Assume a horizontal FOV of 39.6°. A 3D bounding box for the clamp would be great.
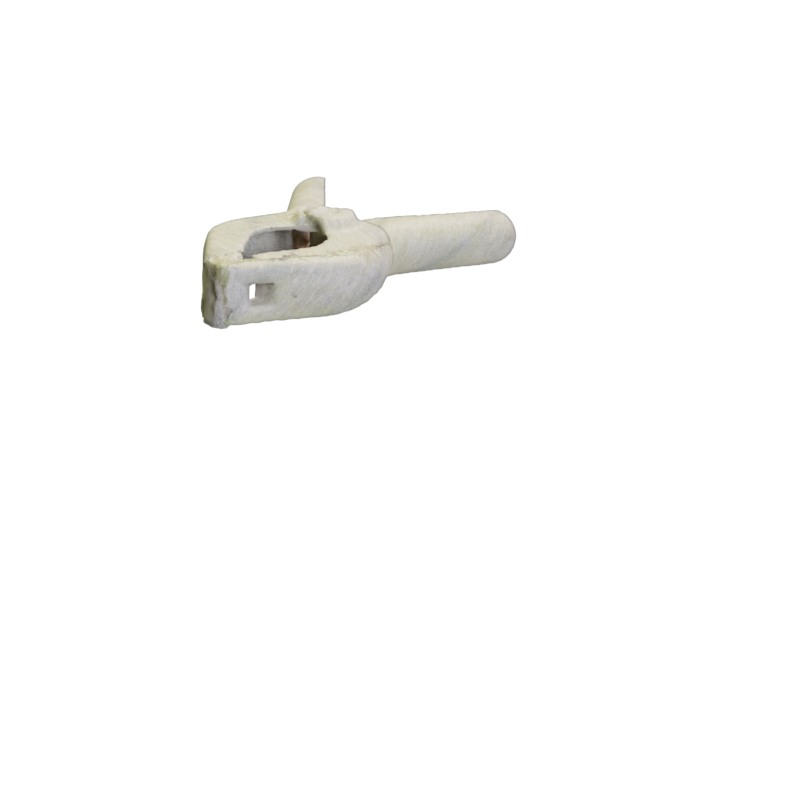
[{"bbox_3d":[-0.039,-0.072,0.503,0.126,0.038,0.168,14,23,36],"label":"clamp"}]
